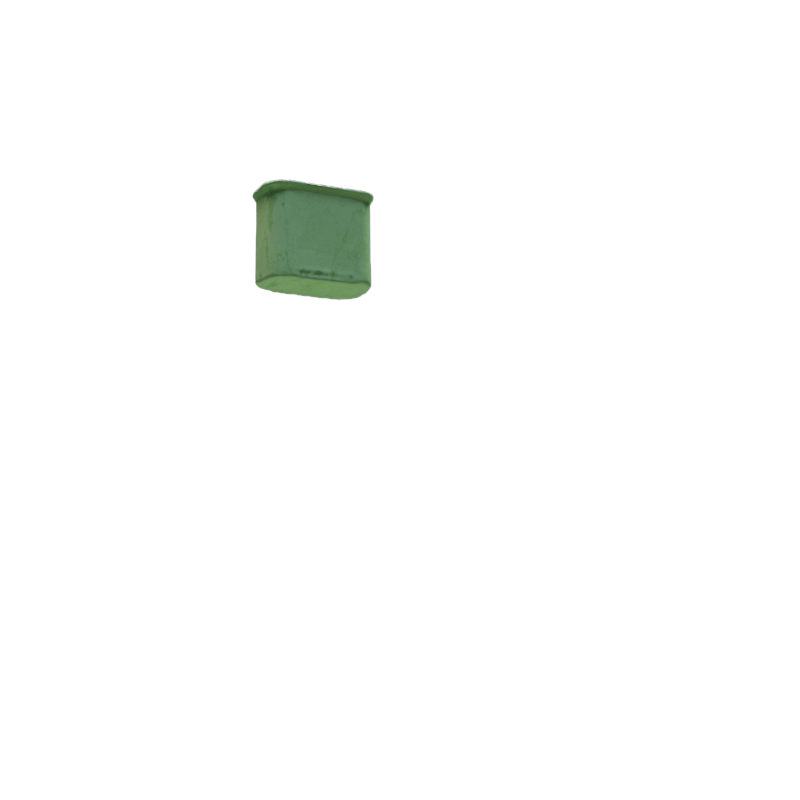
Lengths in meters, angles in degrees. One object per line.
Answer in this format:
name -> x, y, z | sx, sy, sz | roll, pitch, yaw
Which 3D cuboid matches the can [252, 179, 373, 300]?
can -> -0.074, -0.134, 0.940 | 0.098, 0.087, 0.057 | 5, -16, -24
